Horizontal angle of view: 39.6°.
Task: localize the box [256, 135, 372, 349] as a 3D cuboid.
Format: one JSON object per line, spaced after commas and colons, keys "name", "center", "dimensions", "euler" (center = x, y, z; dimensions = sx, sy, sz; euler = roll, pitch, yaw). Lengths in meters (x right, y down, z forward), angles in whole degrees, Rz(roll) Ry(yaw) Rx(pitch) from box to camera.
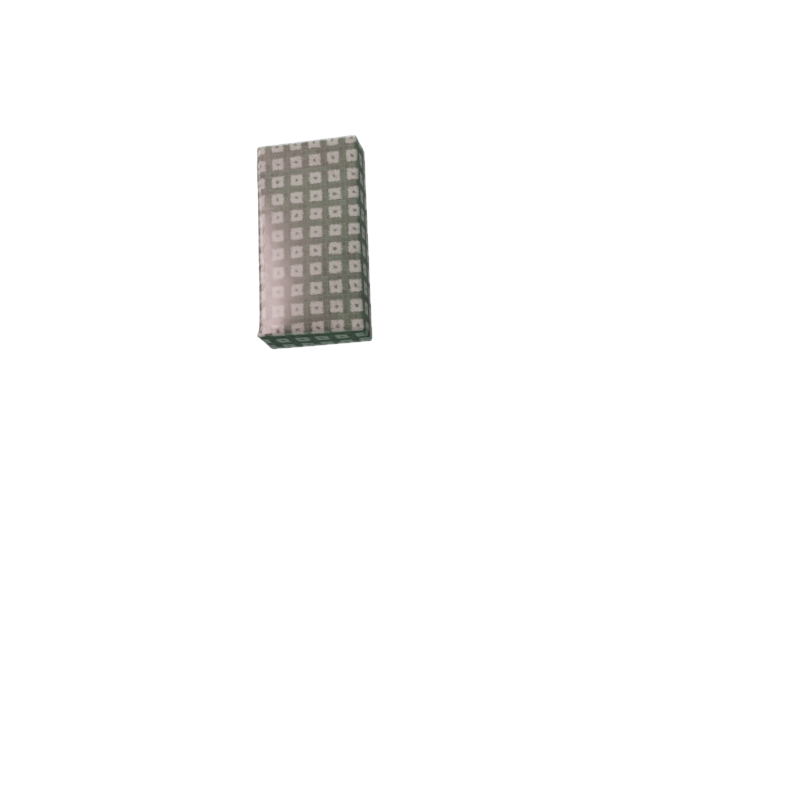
{"name": "box", "center": [-0.075, -0.137, 0.959], "dimensions": [0.095, 0.185, 0.045], "euler": [-5, -20, 12]}
